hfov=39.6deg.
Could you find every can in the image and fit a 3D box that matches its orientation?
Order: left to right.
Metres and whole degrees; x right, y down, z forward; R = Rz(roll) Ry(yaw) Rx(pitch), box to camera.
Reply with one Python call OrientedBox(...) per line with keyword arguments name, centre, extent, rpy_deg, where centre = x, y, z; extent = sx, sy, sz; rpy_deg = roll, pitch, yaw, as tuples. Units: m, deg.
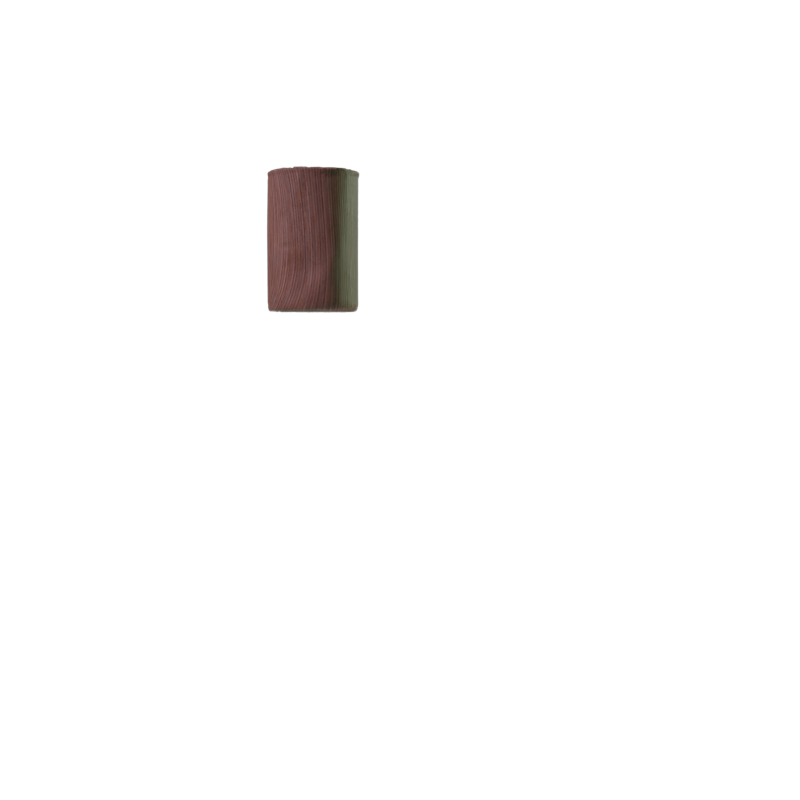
OrientedBox(name="can", centre=(-0.064, -0.116, 0.811), extent=(0.068, 0.103, 0.068), rpy_deg=(0, -3, -2))
